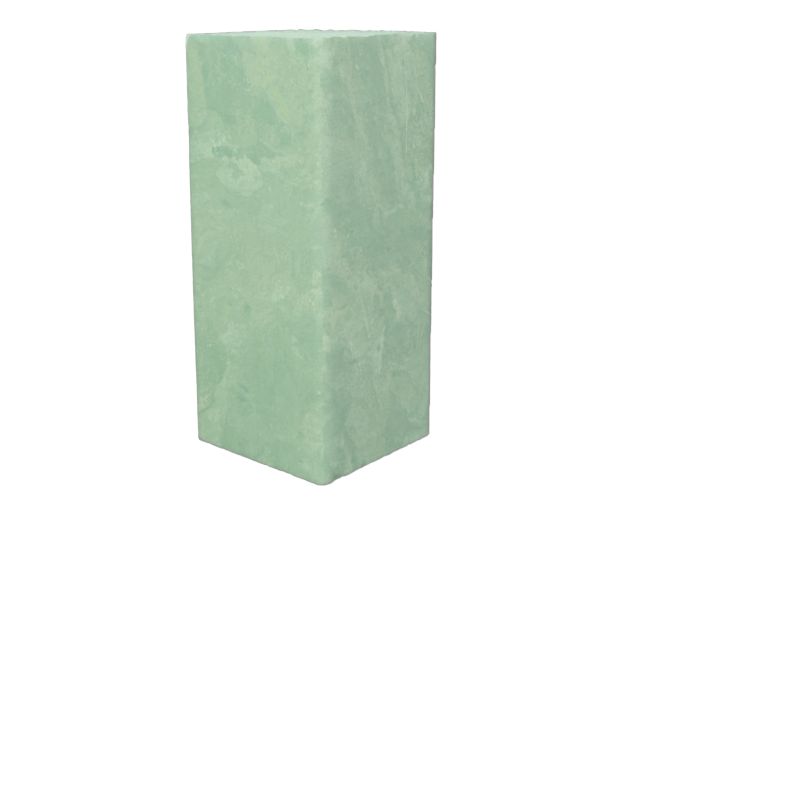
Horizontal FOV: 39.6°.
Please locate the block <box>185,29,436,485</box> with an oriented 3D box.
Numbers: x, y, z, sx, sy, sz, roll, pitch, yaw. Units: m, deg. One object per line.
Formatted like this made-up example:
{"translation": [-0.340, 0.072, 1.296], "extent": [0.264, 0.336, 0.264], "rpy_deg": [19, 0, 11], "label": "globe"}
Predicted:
{"translation": [-0.044, -0.079, 0.552], "extent": [0.095, 0.200, 0.088], "rpy_deg": [12, 18, 38], "label": "block"}
